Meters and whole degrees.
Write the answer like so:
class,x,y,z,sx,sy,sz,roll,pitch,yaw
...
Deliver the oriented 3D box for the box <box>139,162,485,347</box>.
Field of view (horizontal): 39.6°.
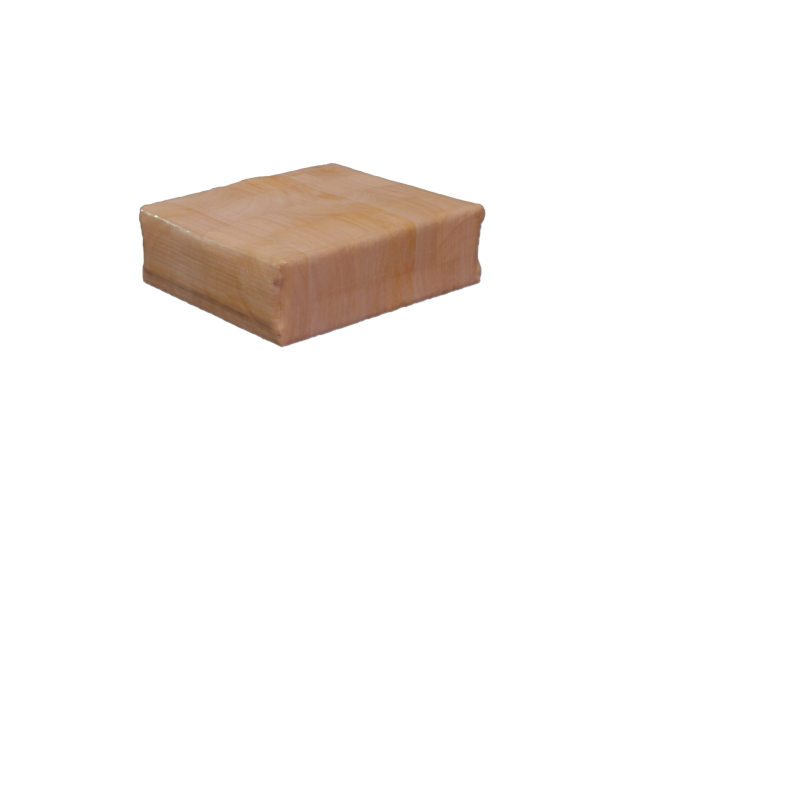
class,x,y,z,sx,sy,sz,roll,pitch,yaw
box,-0.028,-0.052,0.361,0.088,0.029,0.078,-22,33,-38
